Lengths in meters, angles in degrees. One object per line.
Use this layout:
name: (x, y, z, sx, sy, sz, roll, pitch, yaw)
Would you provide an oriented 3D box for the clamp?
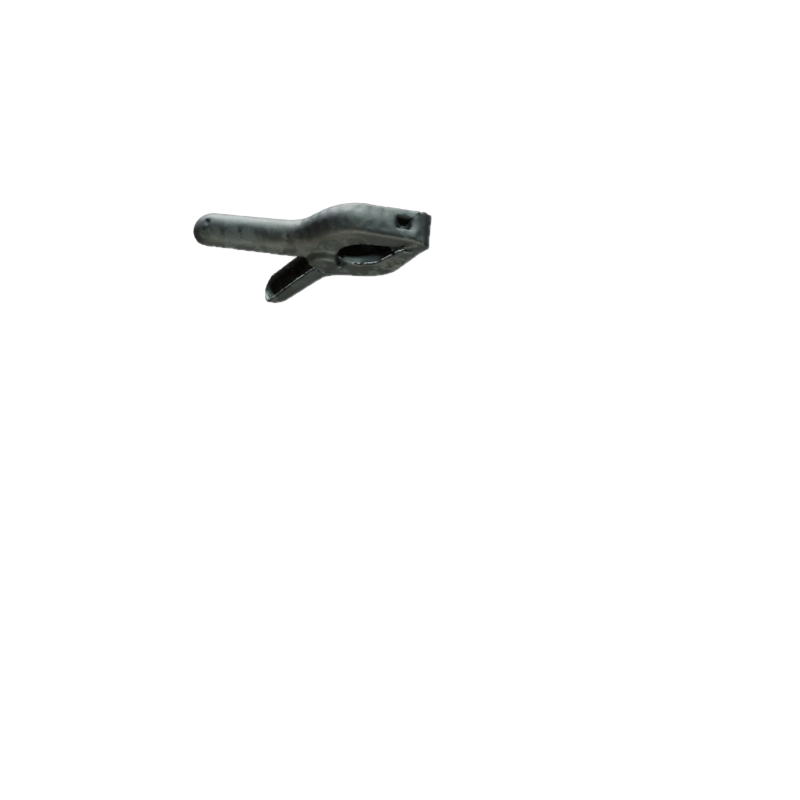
clamp: (-0.064, -0.117, 0.817, 0.174, 0.041, 0.112, -12, -22, 32)
